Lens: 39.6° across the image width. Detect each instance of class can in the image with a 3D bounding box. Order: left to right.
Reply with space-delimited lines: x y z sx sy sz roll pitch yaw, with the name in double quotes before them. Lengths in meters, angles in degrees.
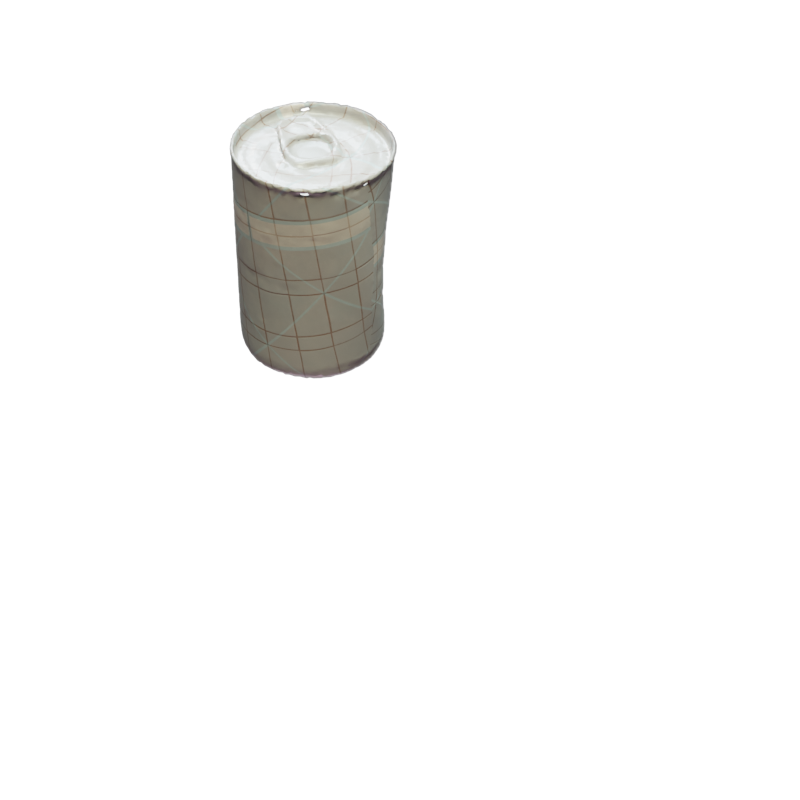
"can" -0.038 -0.069 0.481 0.068 0.095 0.073 0 41 -3
